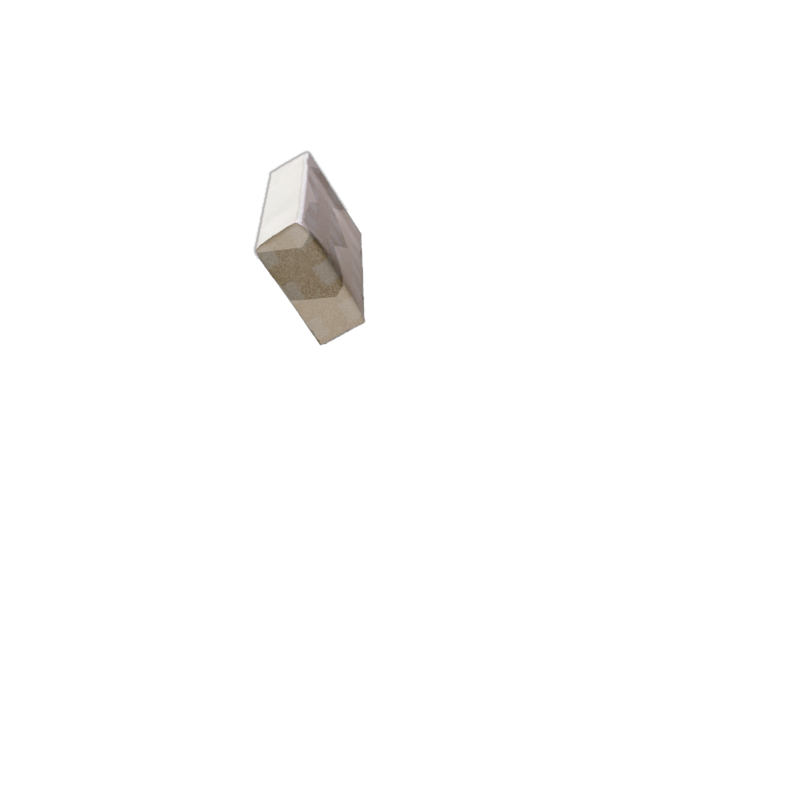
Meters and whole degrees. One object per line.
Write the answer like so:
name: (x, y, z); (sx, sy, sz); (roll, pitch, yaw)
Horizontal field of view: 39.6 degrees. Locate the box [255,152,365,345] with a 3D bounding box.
box: (-0.069, -0.125, 0.876); (0.048, 0.089, 0.186); (-30, 24, 10)
